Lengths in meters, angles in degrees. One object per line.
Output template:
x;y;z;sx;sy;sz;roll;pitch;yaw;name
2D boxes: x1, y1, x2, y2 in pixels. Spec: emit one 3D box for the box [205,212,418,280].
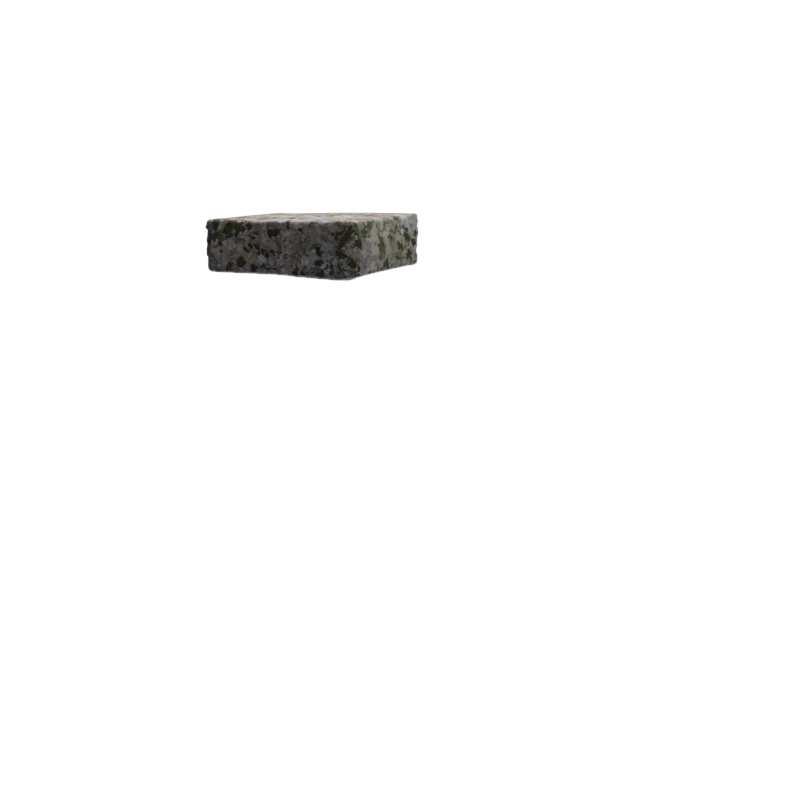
-0.057;-0.104;0.728;0.118;0.038;0.088;7;14;27;box
